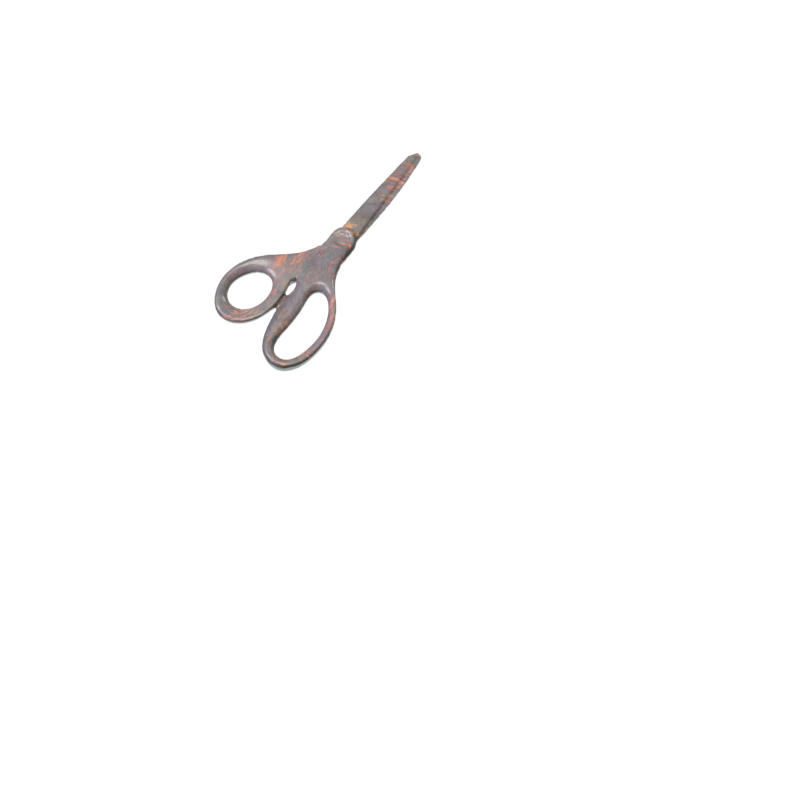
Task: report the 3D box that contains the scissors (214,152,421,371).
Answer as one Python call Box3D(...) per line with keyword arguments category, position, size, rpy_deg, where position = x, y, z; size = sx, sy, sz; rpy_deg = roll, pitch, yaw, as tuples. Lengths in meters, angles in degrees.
Box3D(category="scissors", position=(-0.063, -0.115, 0.803), size=(0.098, 0.210, 0.015), rpy_deg=(18, -27, 9))
